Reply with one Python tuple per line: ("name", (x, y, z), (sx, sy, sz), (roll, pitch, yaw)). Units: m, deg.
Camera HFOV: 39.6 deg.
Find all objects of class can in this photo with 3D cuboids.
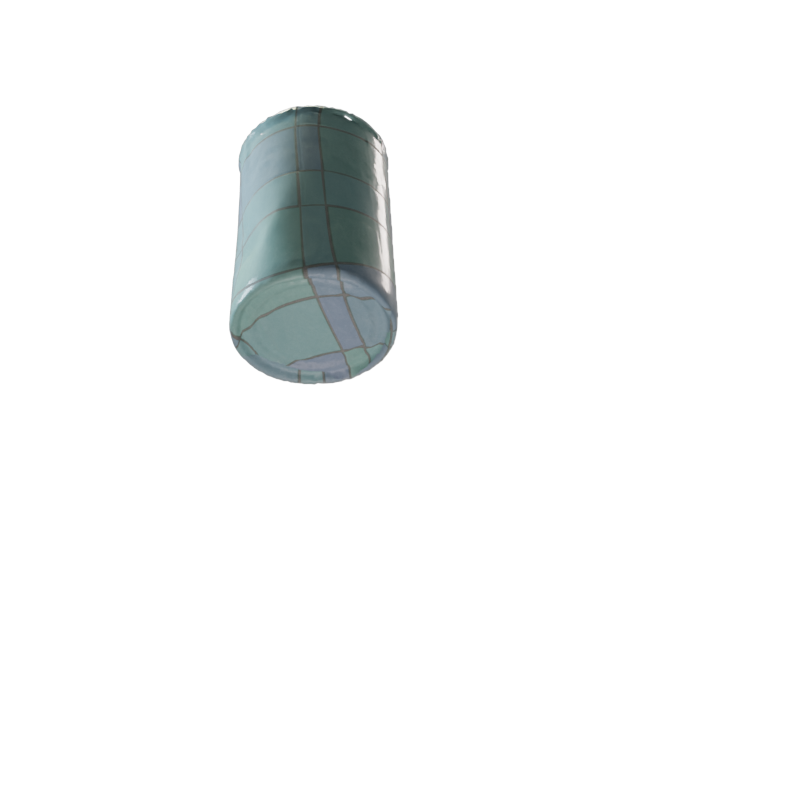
("can", (-0.037, -0.067, 0.467), (0.068, 0.110, 0.064), (-1, -42, -3))
